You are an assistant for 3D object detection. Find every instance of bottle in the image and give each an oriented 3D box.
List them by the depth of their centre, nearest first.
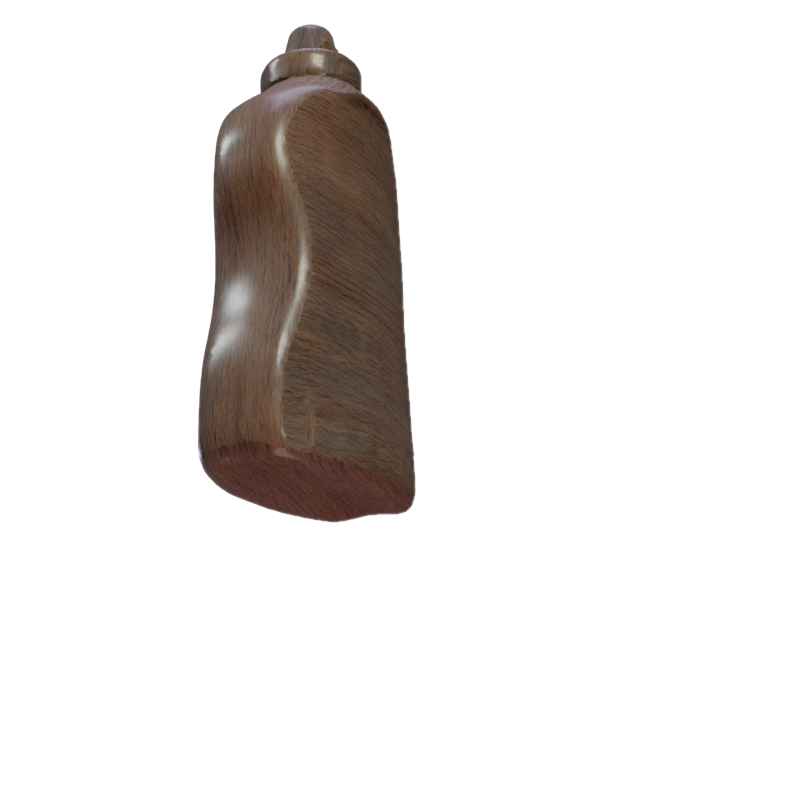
[{"bbox_3d":[-0.033,-0.059,0.415,0.059,0.203,0.089,-16,-28,27],"label":"bottle"}]
